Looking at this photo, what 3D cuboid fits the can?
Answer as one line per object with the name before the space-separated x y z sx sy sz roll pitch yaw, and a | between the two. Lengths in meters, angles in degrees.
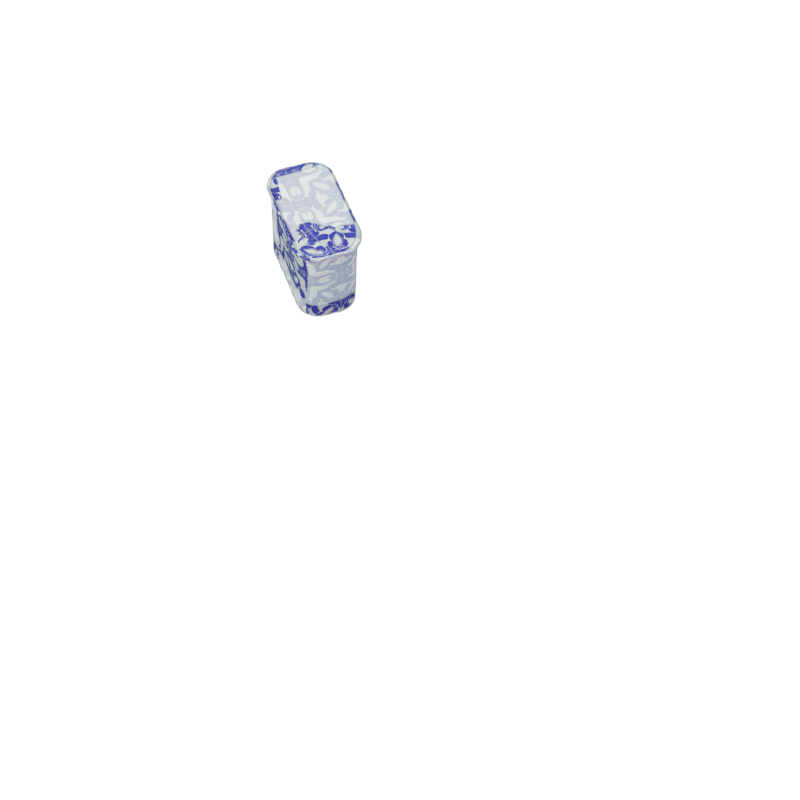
can | -0.072 -0.132 0.924 0.057 0.110 0.078 -15 -34 -13
